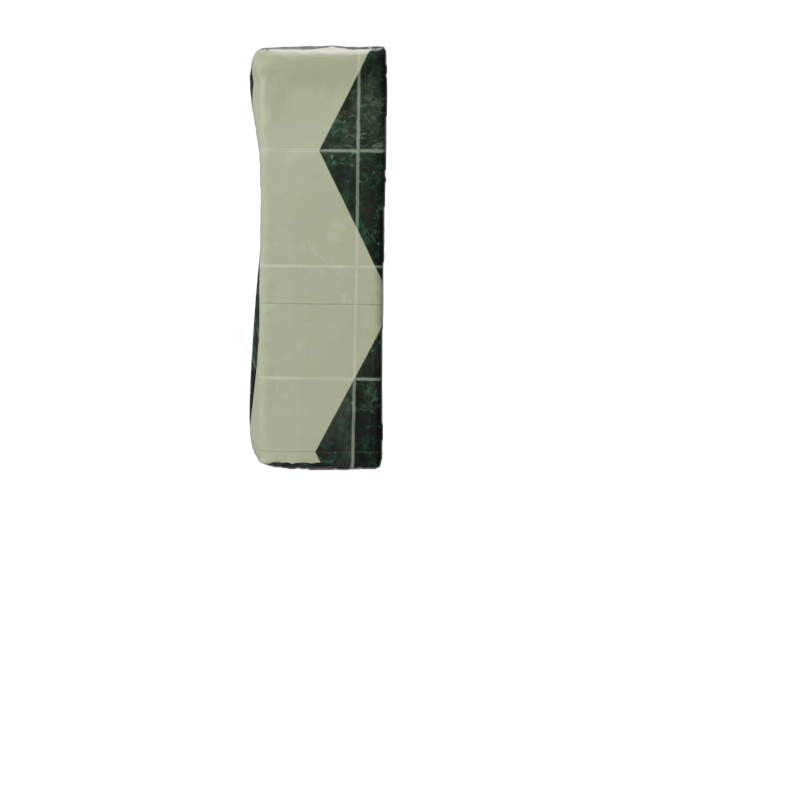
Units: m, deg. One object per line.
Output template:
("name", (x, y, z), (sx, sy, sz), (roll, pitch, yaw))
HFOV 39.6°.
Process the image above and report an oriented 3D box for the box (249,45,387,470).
("box", (-0.049, -0.089, 0.623), (0.071, 0.209, 0.169), (0, 11, -5))
